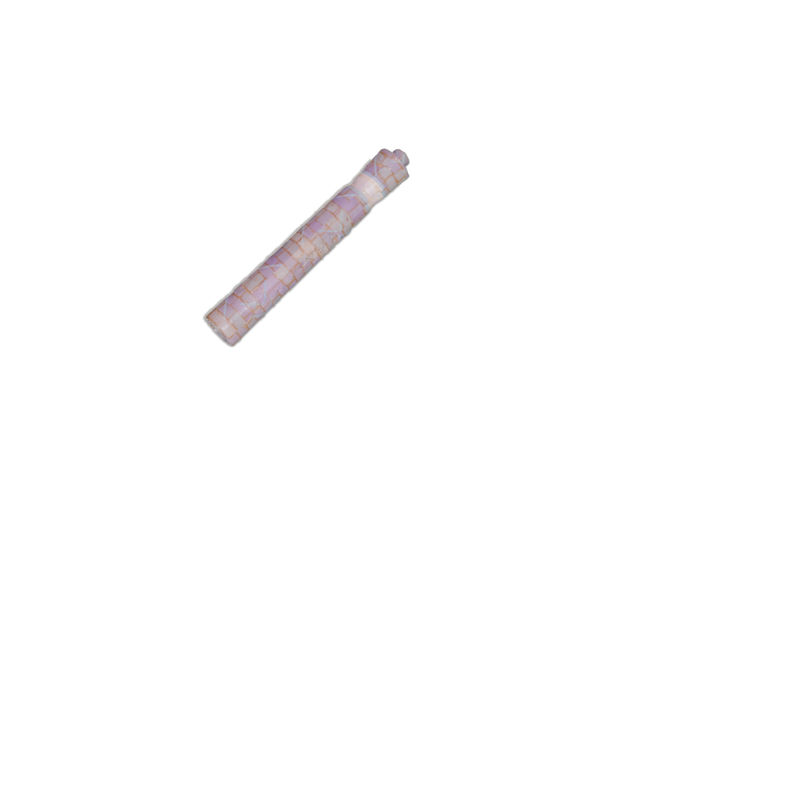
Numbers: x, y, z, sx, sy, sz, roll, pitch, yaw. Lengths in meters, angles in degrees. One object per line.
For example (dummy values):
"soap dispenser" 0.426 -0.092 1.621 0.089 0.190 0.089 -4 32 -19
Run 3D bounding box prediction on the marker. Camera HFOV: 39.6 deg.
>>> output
"marker" -0.040 -0.073 0.509 0.122 0.019 0.020 -46 17 -13
